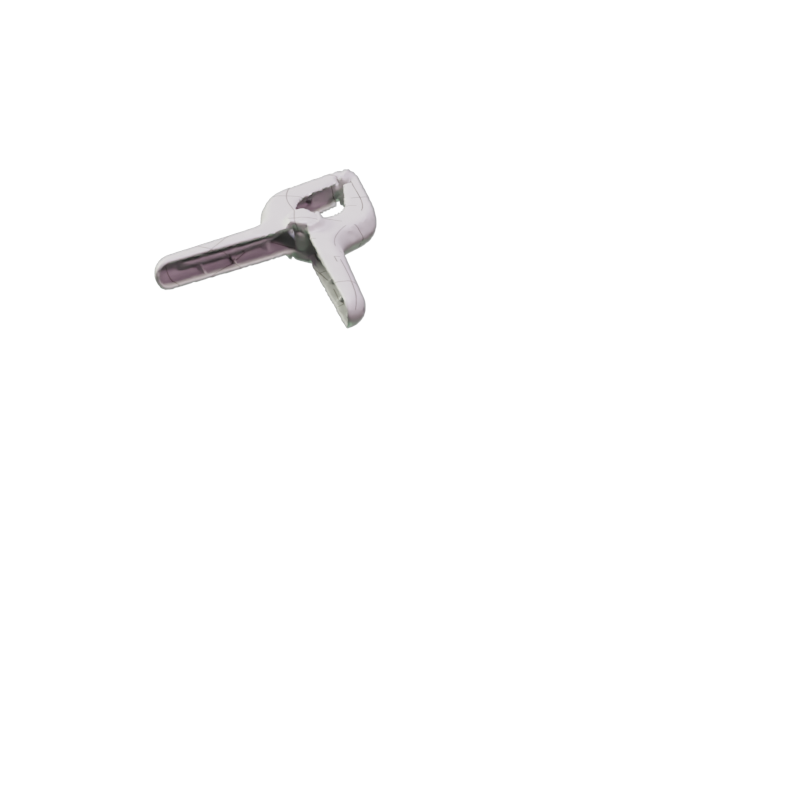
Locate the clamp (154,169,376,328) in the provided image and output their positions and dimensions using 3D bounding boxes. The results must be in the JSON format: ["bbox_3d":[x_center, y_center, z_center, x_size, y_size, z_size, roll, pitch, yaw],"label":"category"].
[{"bbox_3d":[-0.068,-0.124,0.868,0.172,0.034,0.215,16,38,22],"label":"clamp"}]
